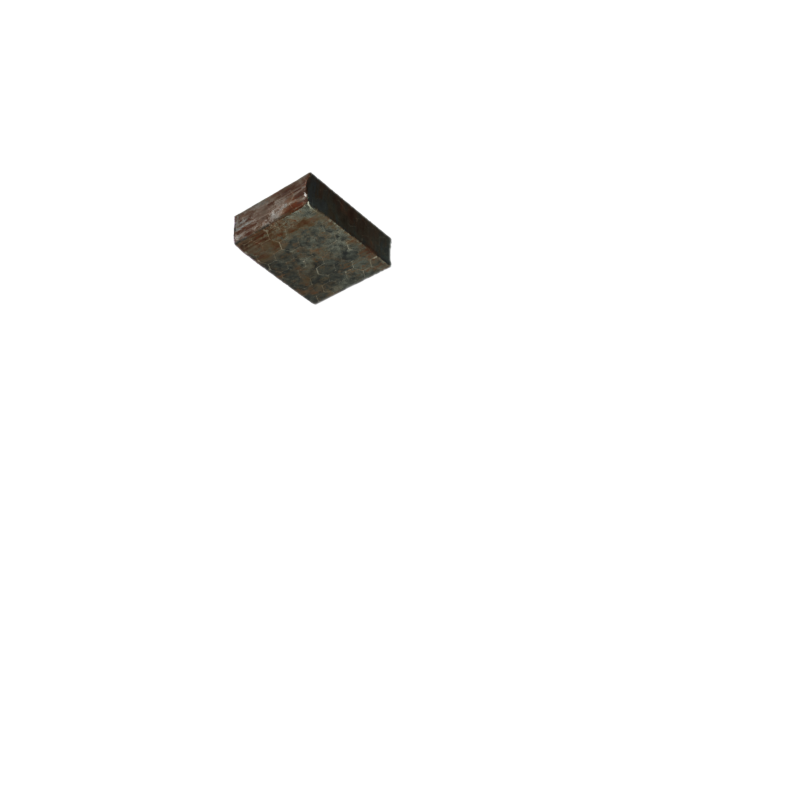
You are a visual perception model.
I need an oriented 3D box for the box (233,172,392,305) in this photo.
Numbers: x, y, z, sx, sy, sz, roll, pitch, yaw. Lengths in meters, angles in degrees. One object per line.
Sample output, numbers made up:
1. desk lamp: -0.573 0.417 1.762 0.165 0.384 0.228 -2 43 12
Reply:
1. box: -0.075 -0.137 0.960 0.090 0.042 0.106 -26 -42 31
